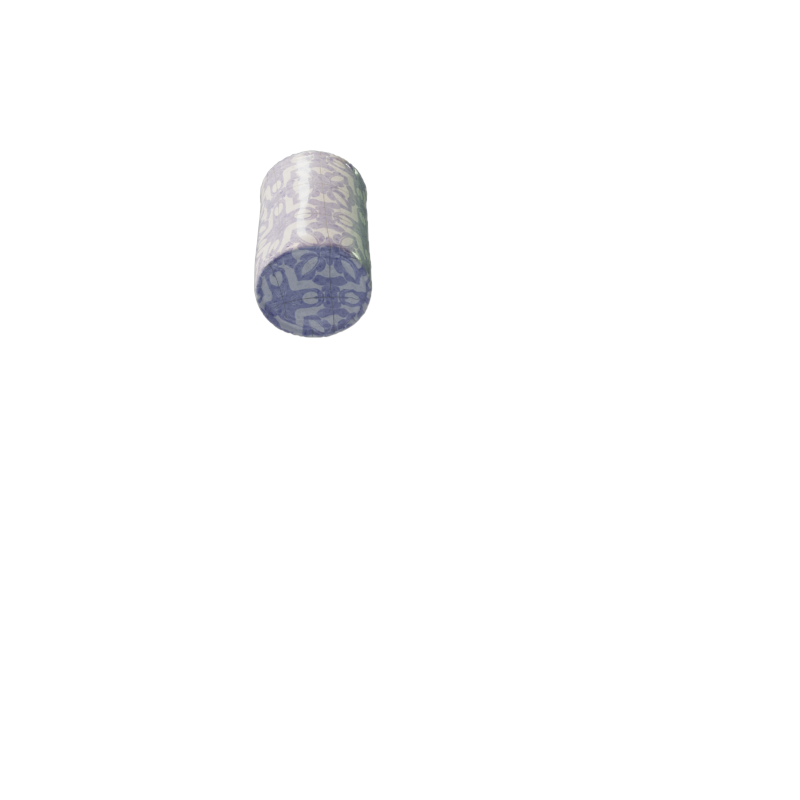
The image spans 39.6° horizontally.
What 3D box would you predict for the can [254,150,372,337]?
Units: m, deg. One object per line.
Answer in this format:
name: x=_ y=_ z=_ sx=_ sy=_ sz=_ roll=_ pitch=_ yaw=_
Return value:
can: x=-0.052 y=-0.094 z=0.659 sx=0.068 sy=0.064 sz=0.109 roll=-1 pitch=39 yaw=-3
